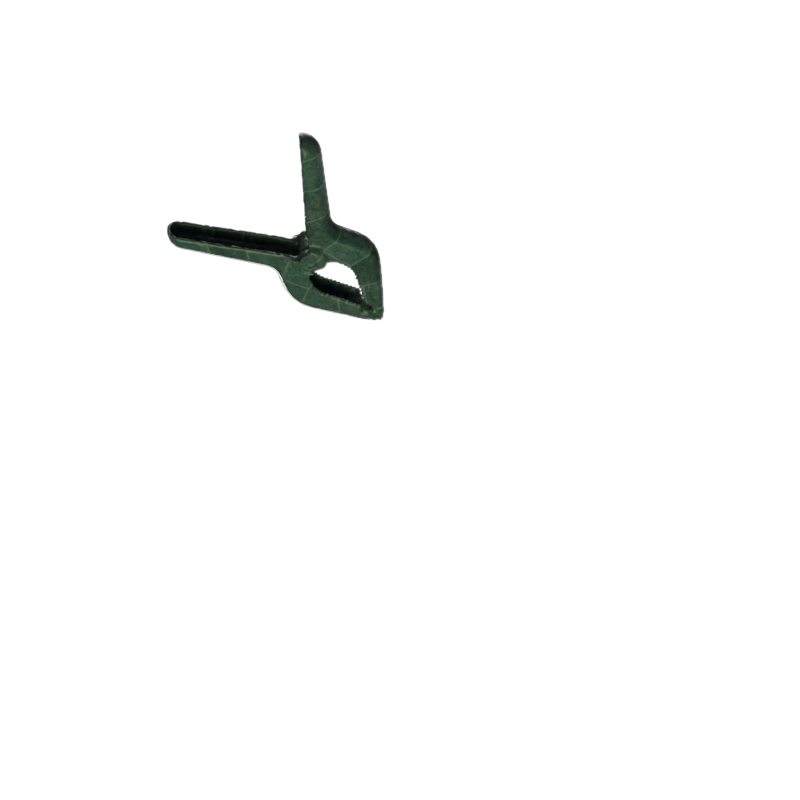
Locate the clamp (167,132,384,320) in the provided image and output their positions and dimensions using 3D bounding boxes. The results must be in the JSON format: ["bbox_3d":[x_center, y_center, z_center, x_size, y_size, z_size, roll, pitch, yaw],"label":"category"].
[{"bbox_3d":[-0.077,-0.140,0.981,0.197,0.039,0.163,33,-53,-31],"label":"clamp"}]
